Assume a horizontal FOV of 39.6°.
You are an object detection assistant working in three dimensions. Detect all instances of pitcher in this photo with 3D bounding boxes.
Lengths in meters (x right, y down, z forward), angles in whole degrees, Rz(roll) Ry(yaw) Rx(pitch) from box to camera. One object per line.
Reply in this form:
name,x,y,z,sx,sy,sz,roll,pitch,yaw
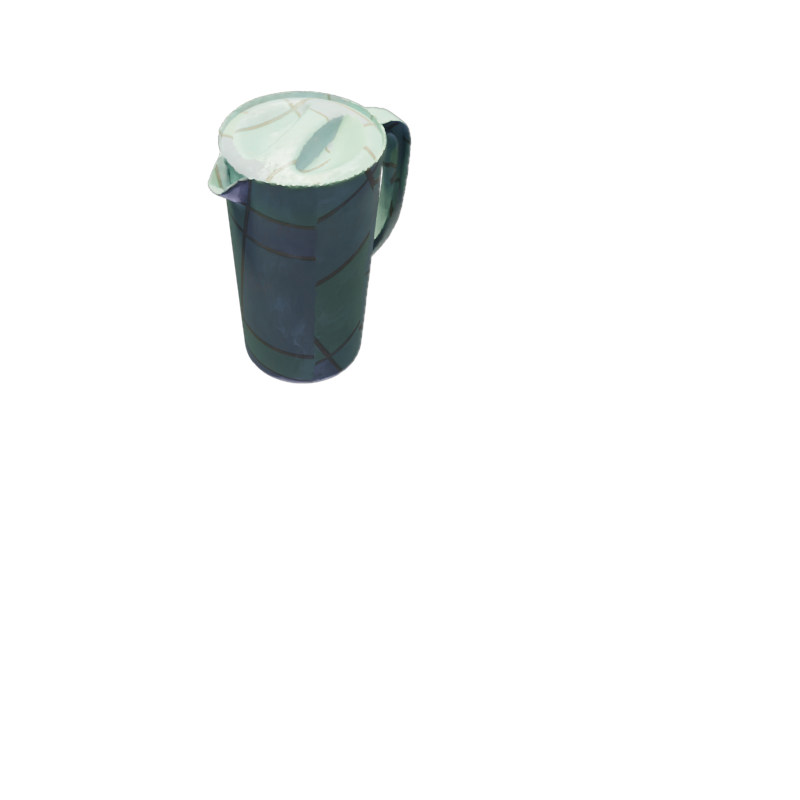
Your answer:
pitcher,-0.075,-0.136,0.952,0.150,0.226,0.154,7,44,4
